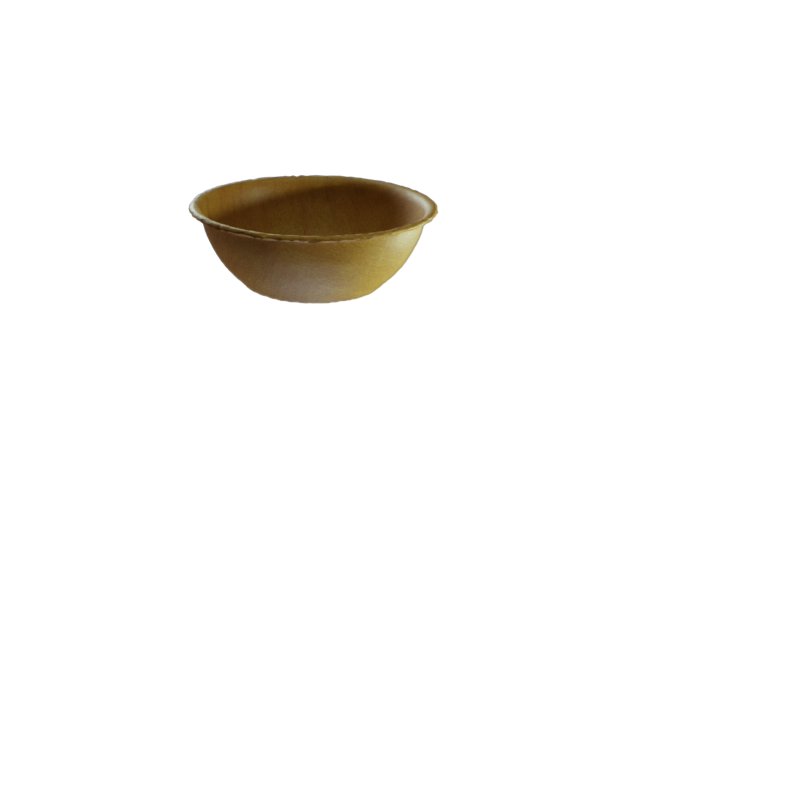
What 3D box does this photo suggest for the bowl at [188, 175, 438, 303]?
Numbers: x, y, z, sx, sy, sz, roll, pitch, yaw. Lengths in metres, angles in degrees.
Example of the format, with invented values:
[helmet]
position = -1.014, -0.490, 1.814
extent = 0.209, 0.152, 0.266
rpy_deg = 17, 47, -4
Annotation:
[bowl]
position = -0.057, -0.104, 0.729
extent = 0.162, 0.053, 0.170
rpy_deg = -1, 23, -2
